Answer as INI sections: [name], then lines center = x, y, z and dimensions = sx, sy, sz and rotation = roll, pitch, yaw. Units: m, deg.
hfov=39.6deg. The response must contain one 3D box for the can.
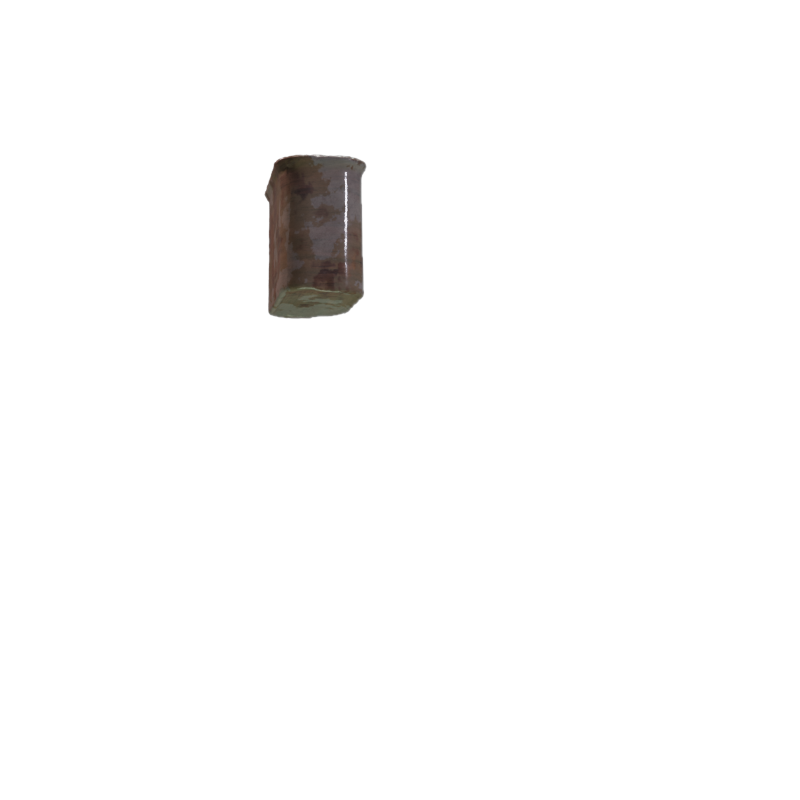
[can]
center = -0.055, -0.101, 0.704
dimensions = 0.057, 0.086, 0.101
rotation = 2, -9, -11
